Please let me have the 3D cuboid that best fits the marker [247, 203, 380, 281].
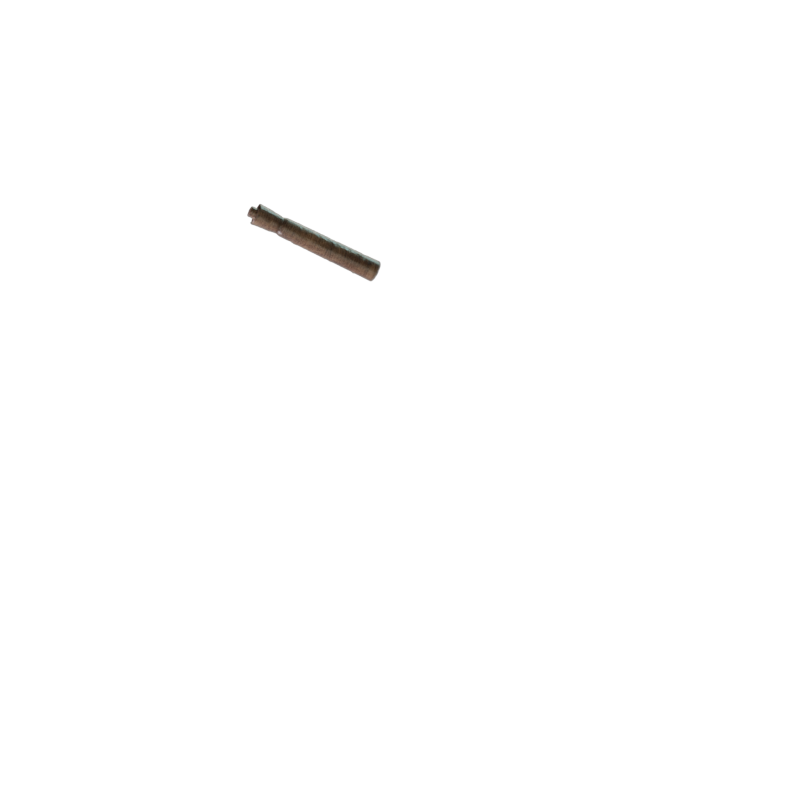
[{"bbox_3d":[-0.073,-0.134,0.935,0.118,0.020,0.020,24,-2,-12],"label":"marker"}]
